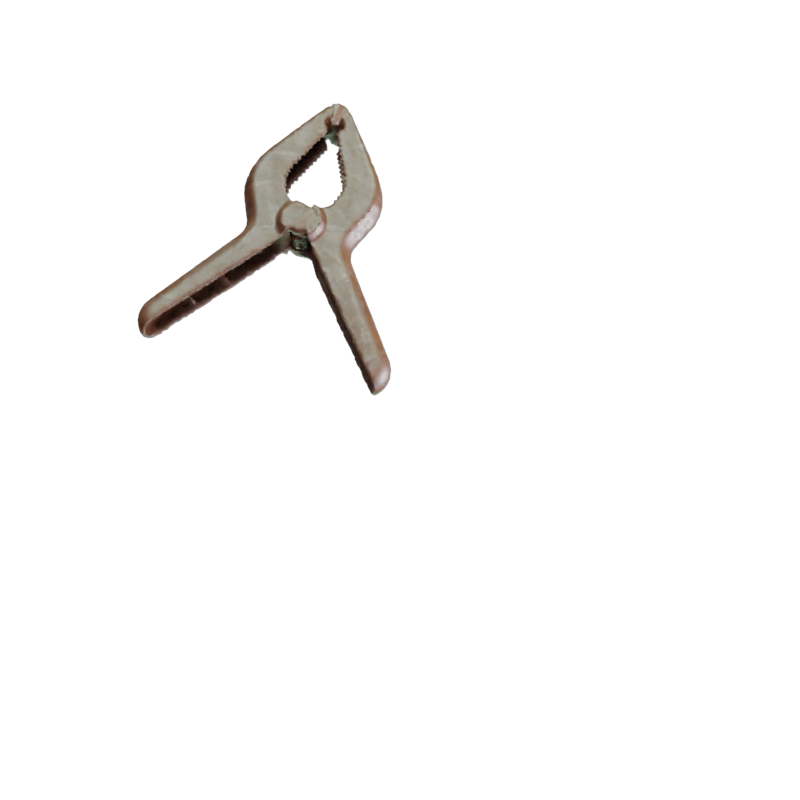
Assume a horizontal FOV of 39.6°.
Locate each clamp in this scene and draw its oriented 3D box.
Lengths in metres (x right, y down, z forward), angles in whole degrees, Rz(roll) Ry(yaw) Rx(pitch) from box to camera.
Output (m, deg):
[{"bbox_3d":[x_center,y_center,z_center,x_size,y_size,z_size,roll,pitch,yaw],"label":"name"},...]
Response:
[{"bbox_3d":[-0.058,-0.106,0.740,0.168,0.218,0.034,19,-27,10],"label":"clamp"}]
